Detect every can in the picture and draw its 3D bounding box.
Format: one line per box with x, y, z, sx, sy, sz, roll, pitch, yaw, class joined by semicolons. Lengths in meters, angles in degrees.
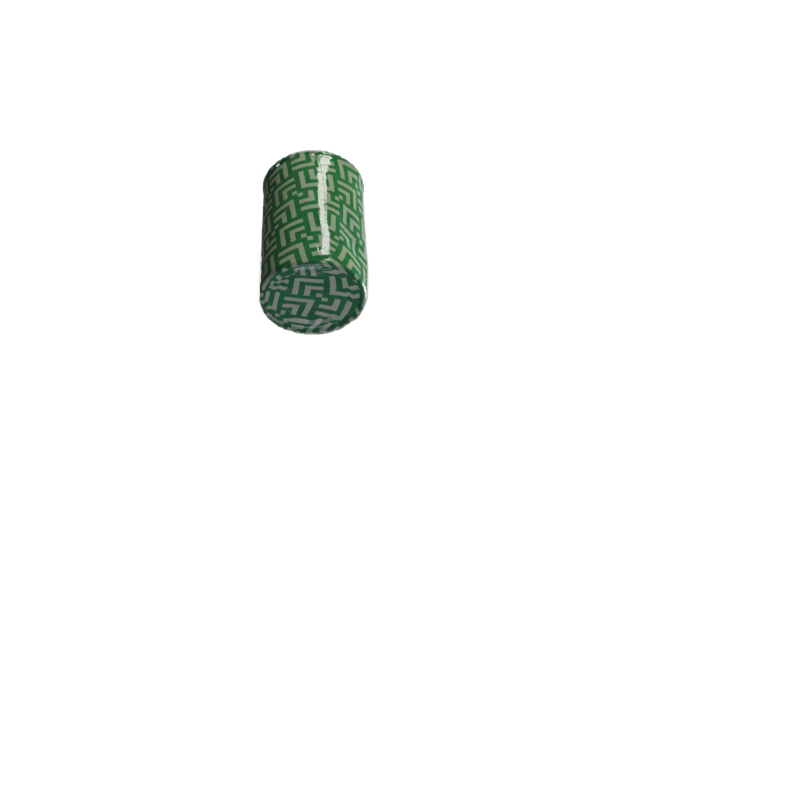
-0.055;-0.101;0.707;0.068;0.110;0.064;-1;-41;-3;can
